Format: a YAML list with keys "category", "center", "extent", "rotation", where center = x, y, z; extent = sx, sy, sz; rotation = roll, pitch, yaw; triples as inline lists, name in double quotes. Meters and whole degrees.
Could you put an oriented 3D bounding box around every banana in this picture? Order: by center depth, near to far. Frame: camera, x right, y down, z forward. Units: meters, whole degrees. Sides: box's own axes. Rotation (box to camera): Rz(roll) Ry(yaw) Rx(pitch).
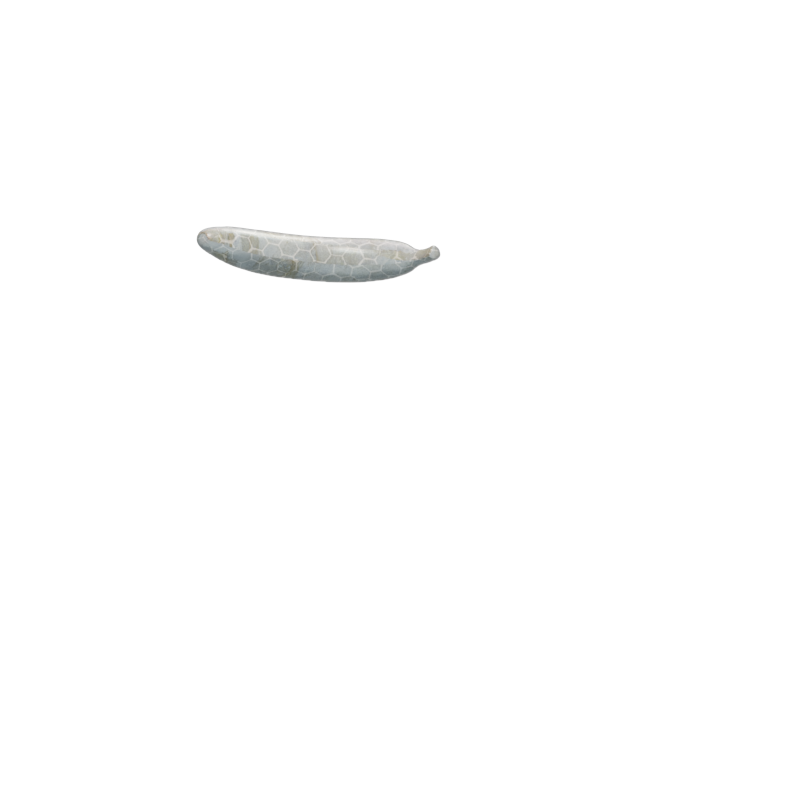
- category: "banana"
  center: [-0.070, -0.124, 0.929]
  extent: [0.196, 0.039, 0.066]
  rotation: [2, -21, -5]
